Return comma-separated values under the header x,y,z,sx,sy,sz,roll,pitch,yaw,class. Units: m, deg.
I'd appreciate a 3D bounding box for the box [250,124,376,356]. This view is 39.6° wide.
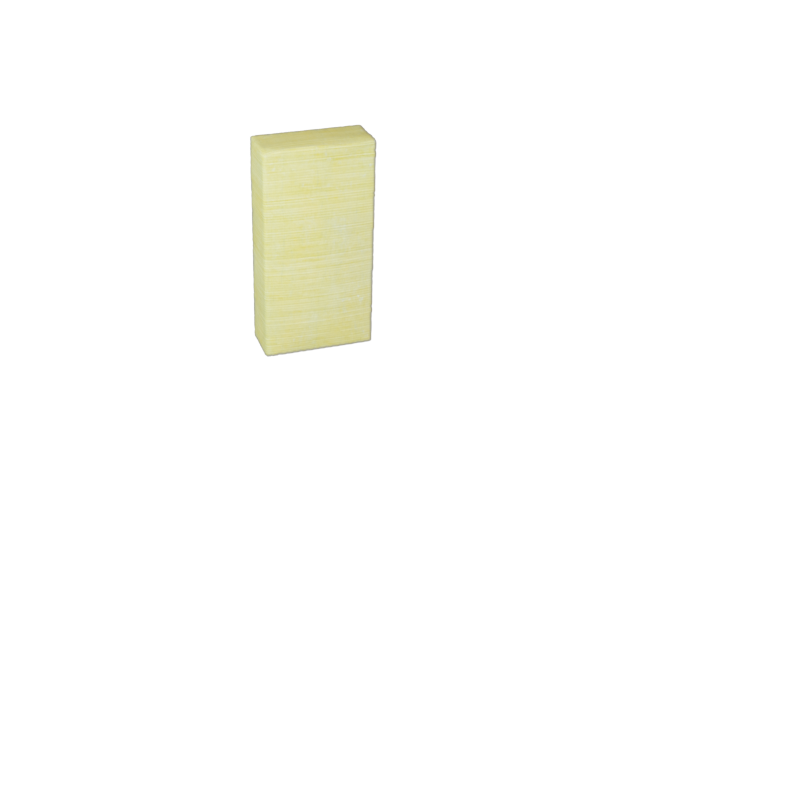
x,y,z,sx,sy,sz,roll,pitch,yaw,class
-0.069,-0.125,0.879,0.092,0.166,0.052,-8,31,-17,box
